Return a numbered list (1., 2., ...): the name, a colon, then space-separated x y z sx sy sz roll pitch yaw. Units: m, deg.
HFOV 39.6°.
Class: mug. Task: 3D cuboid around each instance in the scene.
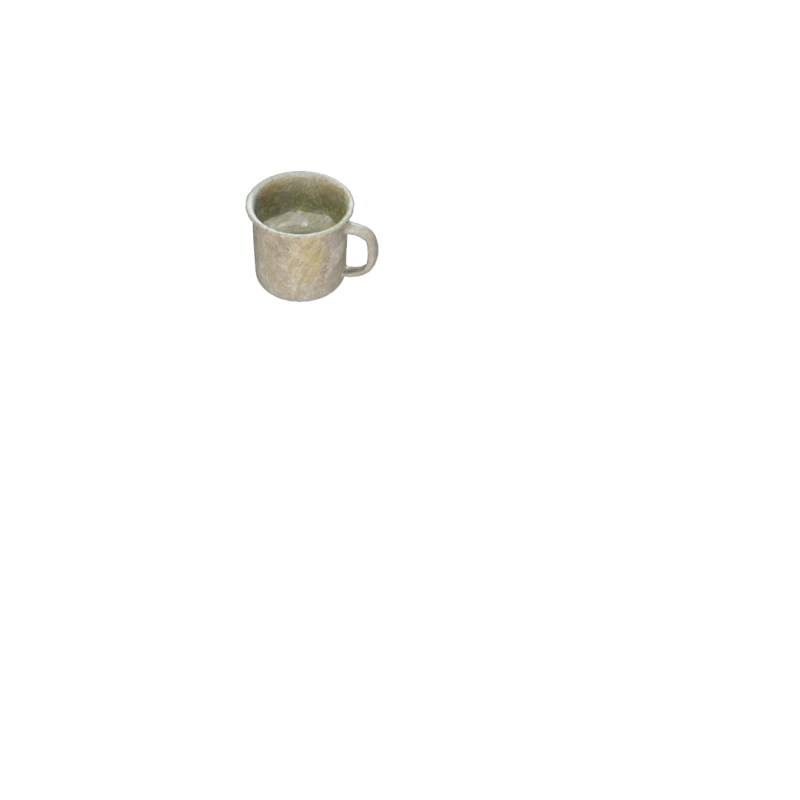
1. mug: -0.076 -0.138 0.966 0.119 0.076 0.098 11 45 10
